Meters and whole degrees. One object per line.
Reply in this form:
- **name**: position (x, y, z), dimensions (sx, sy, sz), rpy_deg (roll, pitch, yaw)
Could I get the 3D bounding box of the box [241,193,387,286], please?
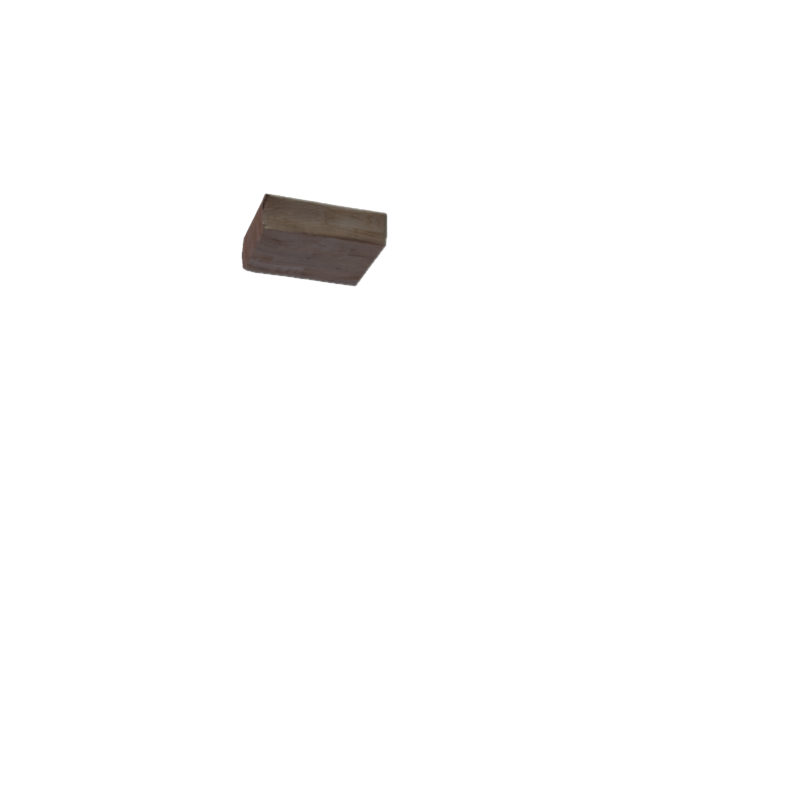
- **box**: position (-0.077, -0.141, 0.985), dimensions (0.111, 0.041, 0.087), rpy_deg (6, -22, -16)
